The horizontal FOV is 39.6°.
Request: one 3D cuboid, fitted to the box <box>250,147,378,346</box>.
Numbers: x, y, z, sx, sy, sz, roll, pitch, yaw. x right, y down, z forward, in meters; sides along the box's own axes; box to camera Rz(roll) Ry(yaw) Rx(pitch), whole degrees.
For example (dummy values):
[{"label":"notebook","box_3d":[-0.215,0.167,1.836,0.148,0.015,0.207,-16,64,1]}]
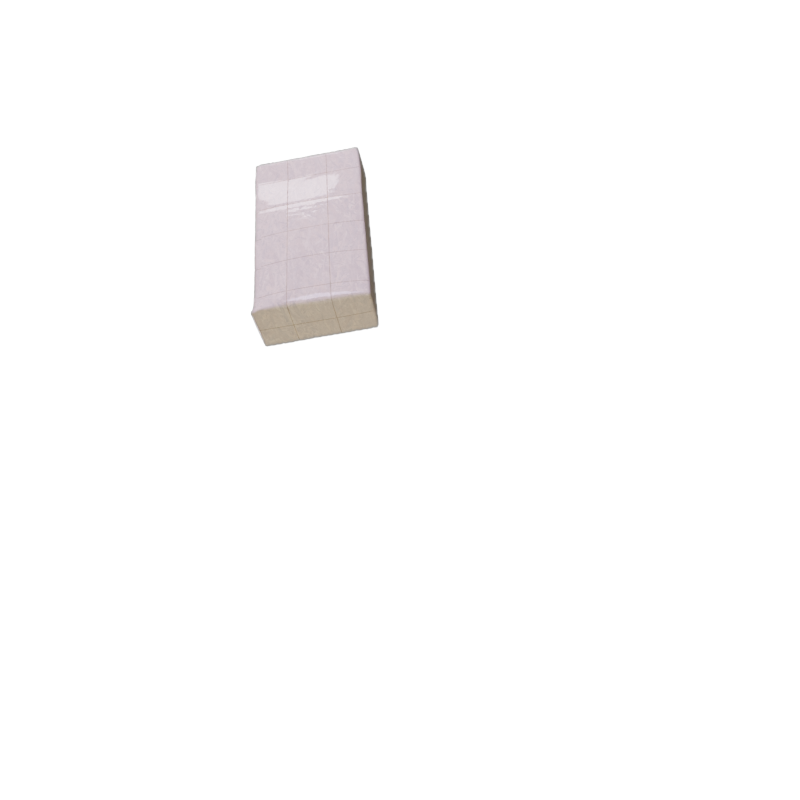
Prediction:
[{"label":"box","box_3d":[-0.070,-0.128,0.899,0.094,0.189,0.044,-10,-45,6]}]
